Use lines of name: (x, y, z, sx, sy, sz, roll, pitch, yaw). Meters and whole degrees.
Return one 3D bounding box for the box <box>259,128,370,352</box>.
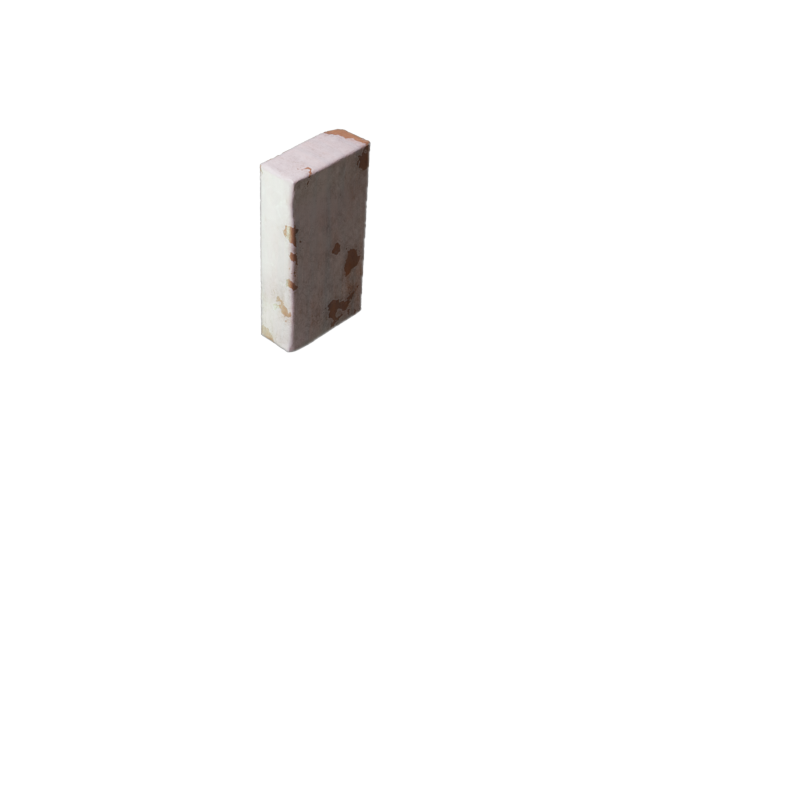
box: (-0.073, -0.134, 0.934, 0.051, 0.165, 0.094, 28, 43, 31)
